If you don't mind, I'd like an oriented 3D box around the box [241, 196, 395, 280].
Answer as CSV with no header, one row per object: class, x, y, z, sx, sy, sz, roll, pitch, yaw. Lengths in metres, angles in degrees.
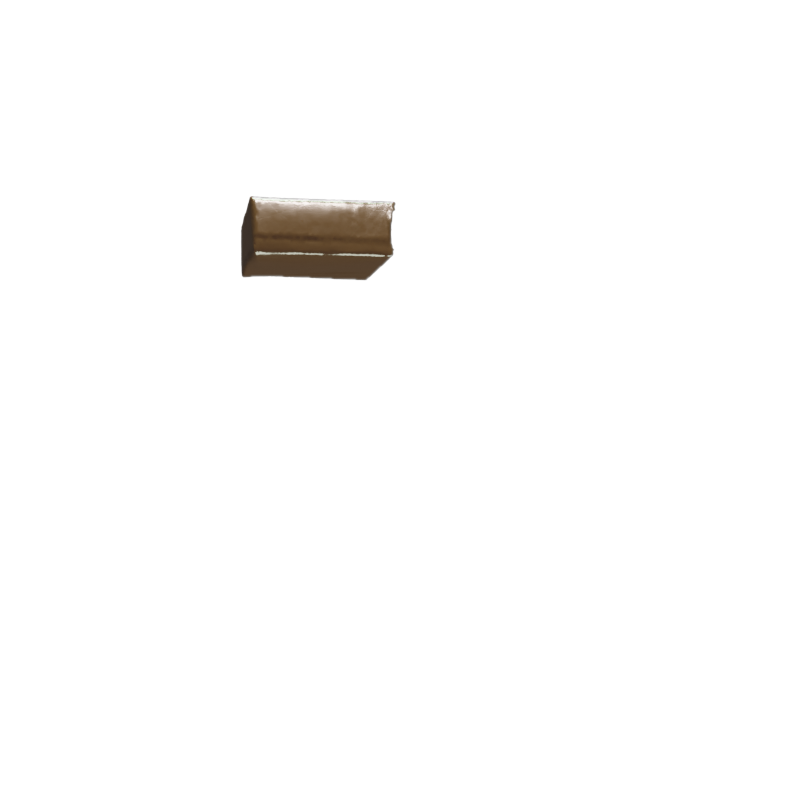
box,-0.056,-0.103,0.719,0.089,0.039,0.114,0,-1,-9
